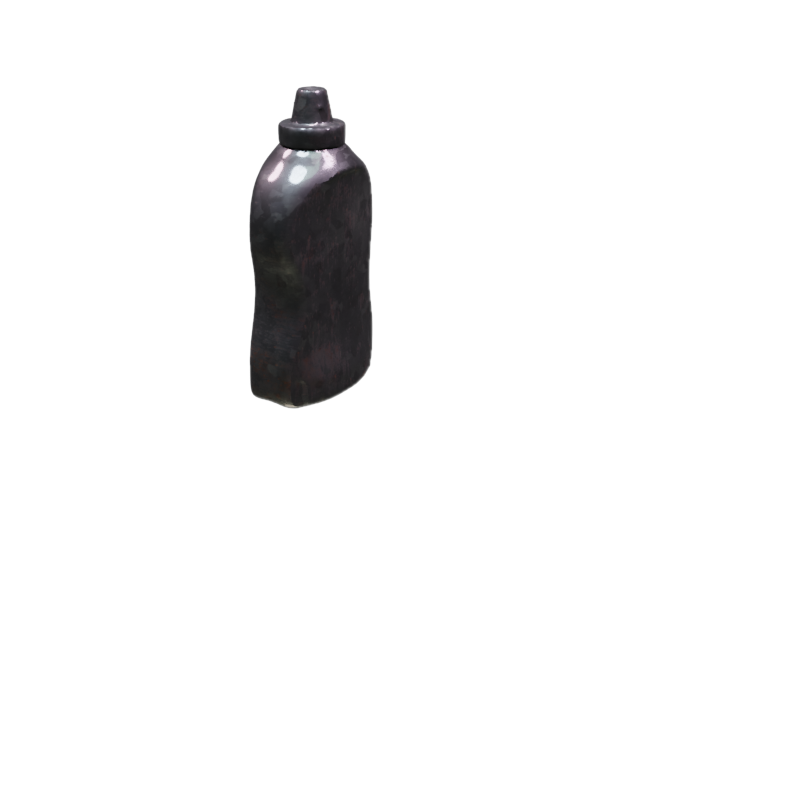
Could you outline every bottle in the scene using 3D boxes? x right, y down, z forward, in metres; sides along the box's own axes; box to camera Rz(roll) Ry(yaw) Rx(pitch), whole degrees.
[{"bbox_3d":[-0.054,-0.099,0.690,0.061,0.184,0.095,14,24,33],"label":"bottle"}]
